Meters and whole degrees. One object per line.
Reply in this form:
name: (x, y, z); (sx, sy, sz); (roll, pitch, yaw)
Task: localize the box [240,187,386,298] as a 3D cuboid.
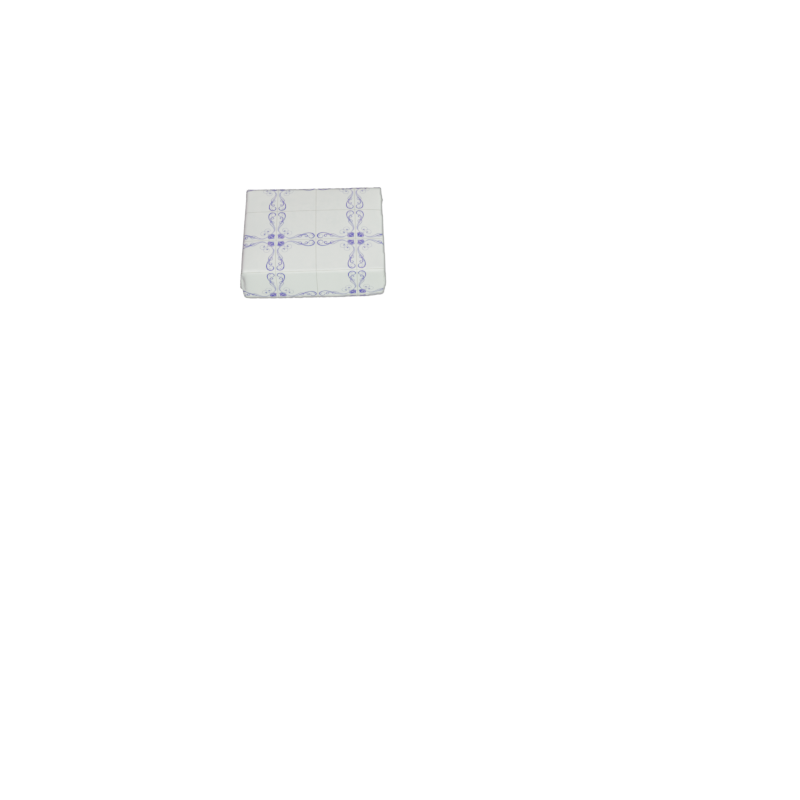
box: (-0.069, -0.126, 0.882); (0.113, 0.096, 0.036); (-1, -38, -1)
